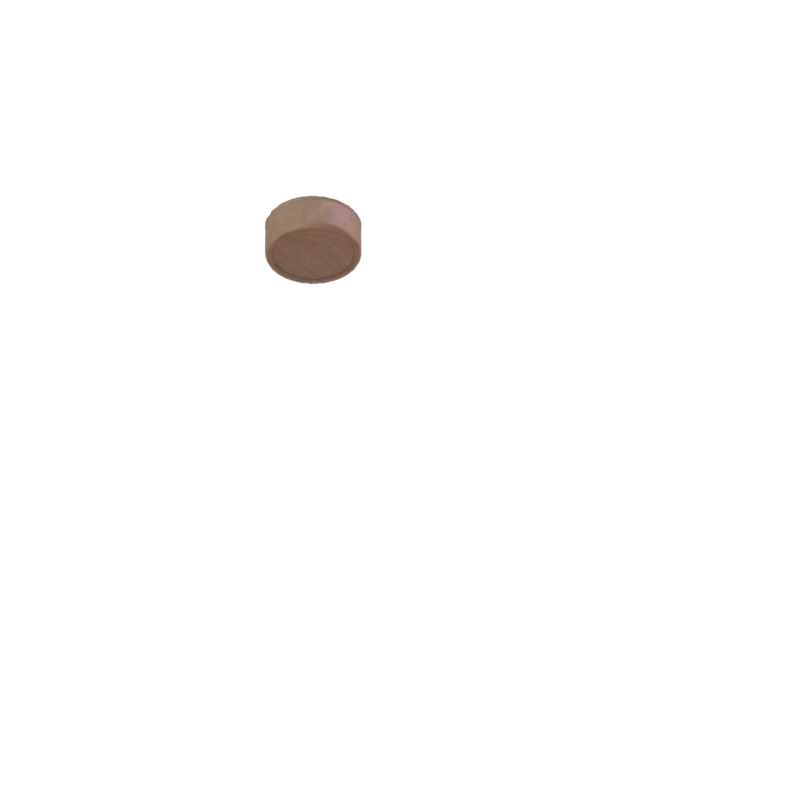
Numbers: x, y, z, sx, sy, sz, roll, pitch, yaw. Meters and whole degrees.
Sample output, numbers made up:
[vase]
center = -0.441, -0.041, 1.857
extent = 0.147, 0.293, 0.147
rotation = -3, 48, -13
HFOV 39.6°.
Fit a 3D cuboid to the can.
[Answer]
[can]
center = -0.076, -0.139, 0.971
extent = 0.086, 0.036, 0.080
rotation = 1, -33, -2
